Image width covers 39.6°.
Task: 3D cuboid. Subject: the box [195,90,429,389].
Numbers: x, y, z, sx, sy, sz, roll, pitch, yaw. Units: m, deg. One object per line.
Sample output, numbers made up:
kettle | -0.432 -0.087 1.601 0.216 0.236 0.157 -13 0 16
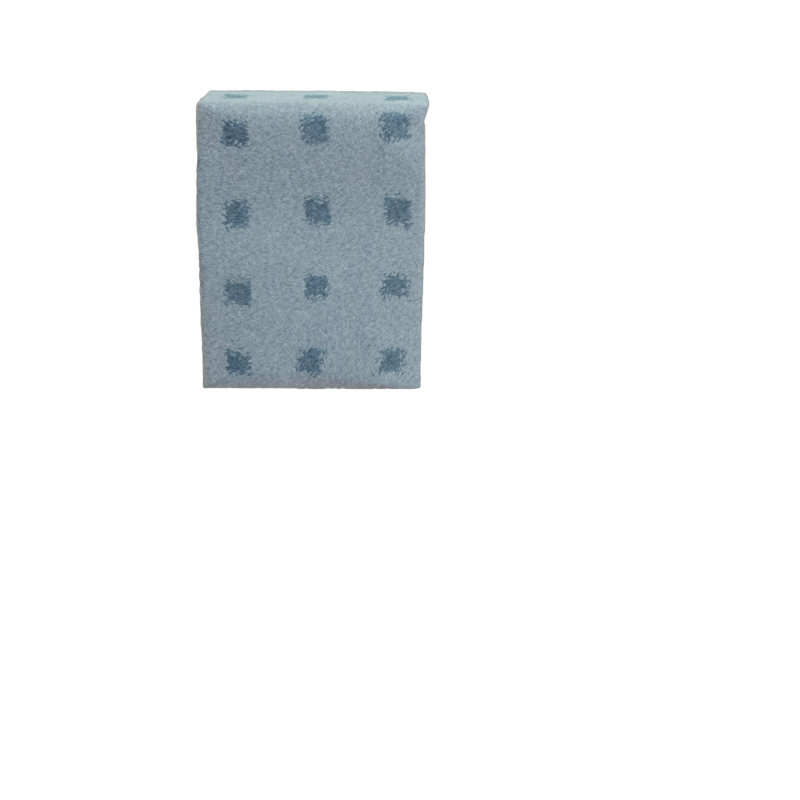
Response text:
box | -0.064 -0.116 0.811 0.165 0.206 0.074 1 16 2
